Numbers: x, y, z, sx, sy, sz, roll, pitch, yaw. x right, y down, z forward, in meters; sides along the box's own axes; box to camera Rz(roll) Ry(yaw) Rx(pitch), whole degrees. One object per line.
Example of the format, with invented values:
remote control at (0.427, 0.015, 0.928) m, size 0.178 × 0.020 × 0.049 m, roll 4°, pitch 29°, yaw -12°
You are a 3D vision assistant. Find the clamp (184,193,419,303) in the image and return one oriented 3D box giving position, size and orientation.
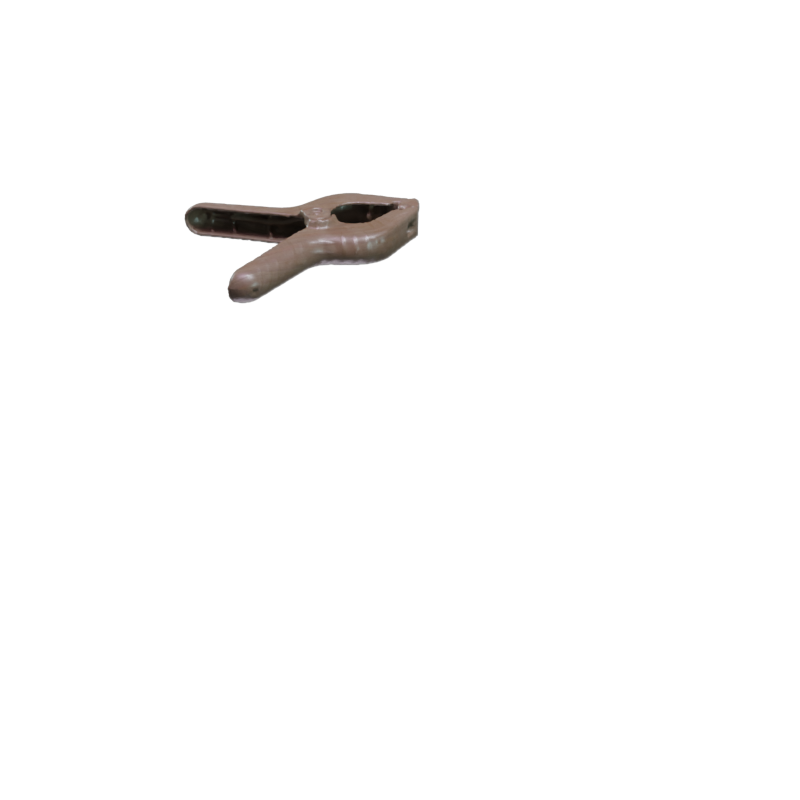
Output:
clamp at (-0.062, -0.113, 0.790) m, size 0.170 × 0.037 × 0.130 m, roll -9°, pitch 41°, yaw -11°
